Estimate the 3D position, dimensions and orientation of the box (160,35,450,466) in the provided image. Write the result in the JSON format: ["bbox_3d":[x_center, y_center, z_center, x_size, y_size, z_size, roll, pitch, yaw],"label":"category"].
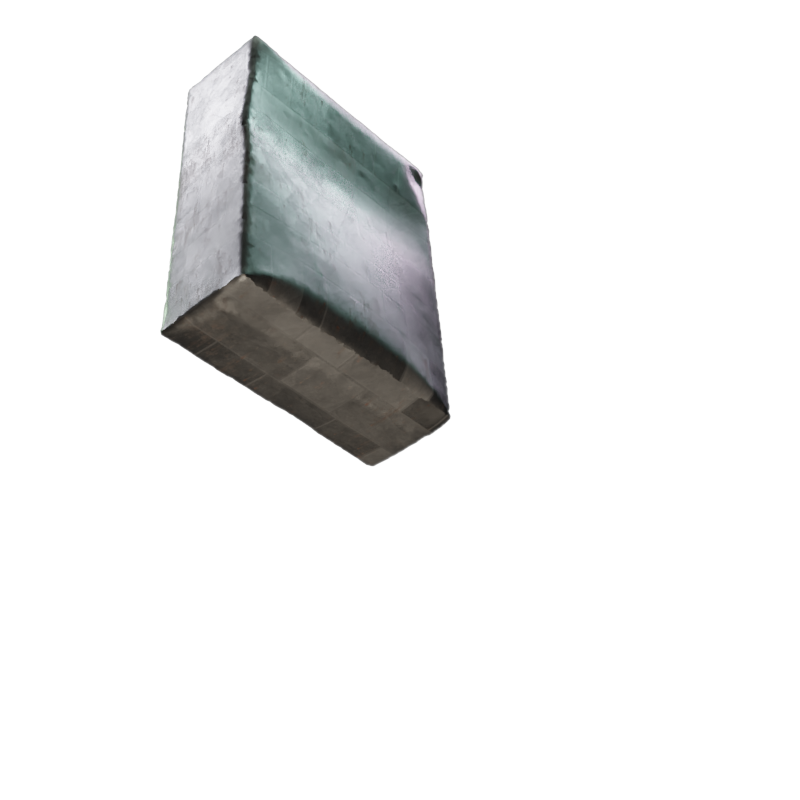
[{"bbox_3d":[-0.051,-0.094,0.657,0.071,0.230,0.154,-34,-51,29],"label":"box"}]
